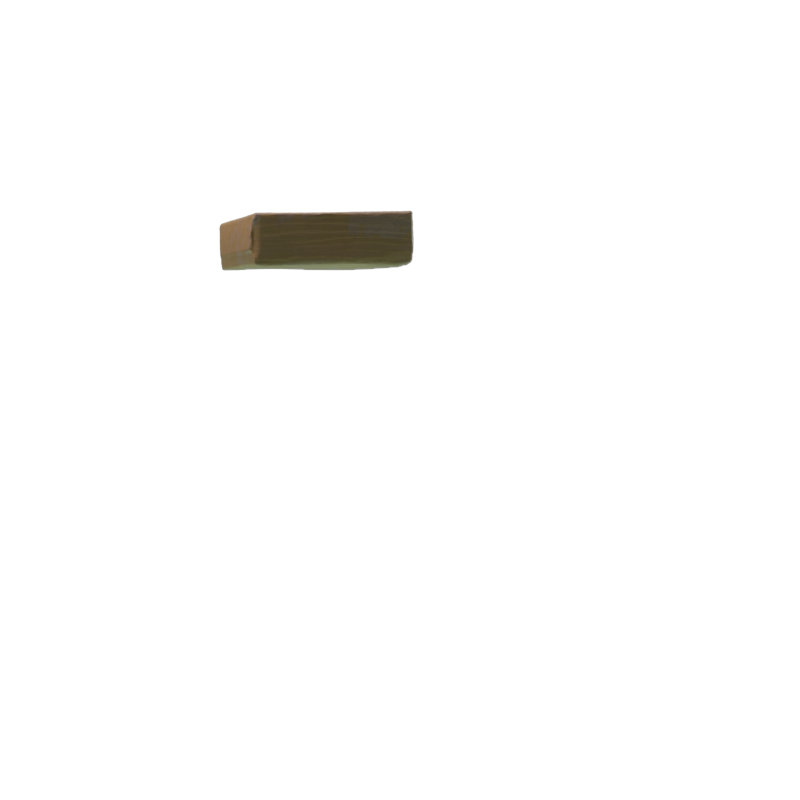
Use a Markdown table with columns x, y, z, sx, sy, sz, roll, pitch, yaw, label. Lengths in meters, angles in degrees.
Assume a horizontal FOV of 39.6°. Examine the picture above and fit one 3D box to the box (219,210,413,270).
| x | y | z | sx | sy | sz | roll | pitch | yaw | label |
| --- | --- | --- | --- | --- | --- | --- | --- | --- | --- |
| -0.059 | -0.108 | 0.756 | 0.111 | 0.039 | 0.092 | -2 | 5 | -21 | box |
